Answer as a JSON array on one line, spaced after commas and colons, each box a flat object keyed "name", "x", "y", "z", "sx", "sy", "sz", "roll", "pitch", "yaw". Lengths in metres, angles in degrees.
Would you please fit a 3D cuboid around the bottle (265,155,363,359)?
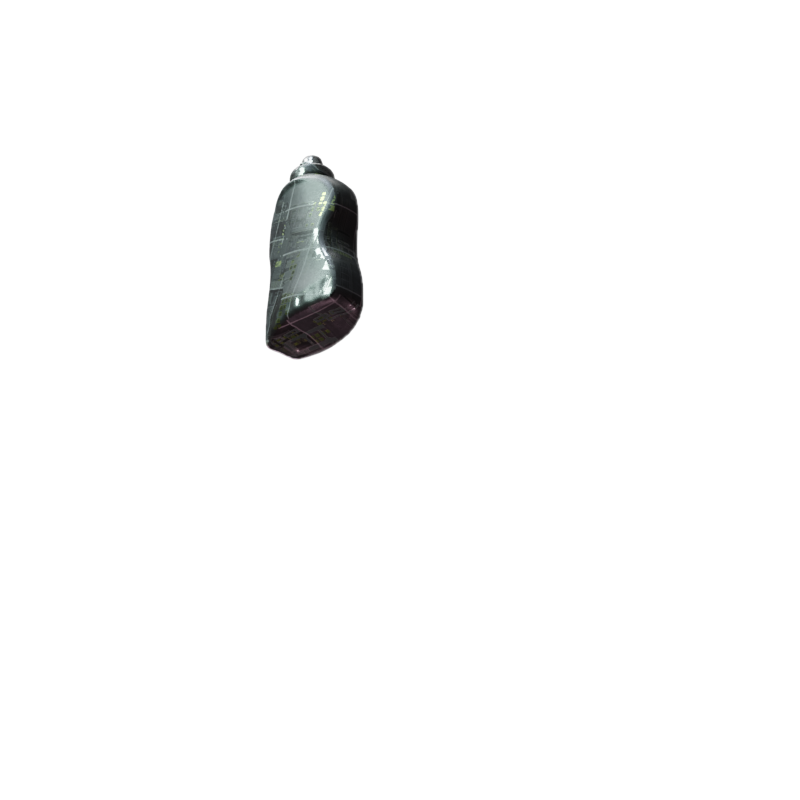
[{"name": "bottle", "x": -0.075, "y": -0.137, "z": 0.956, "sx": 0.055, "sy": 0.205, "sz": 0.095, "roll": 24, "pitch": -44, "yaw": -31}]
